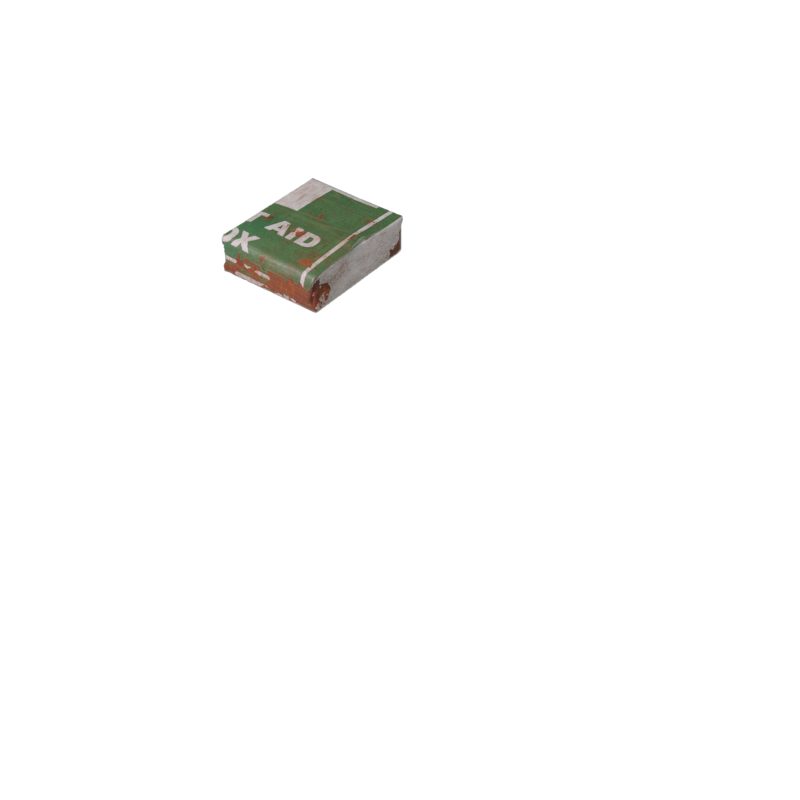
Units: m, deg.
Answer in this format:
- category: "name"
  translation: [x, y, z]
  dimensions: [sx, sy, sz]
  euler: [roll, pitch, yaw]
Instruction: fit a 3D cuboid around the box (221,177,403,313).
- category: "box"
  translation: [-0.053, -0.097, 0.677]
  dimensions: [0.077, 0.028, 0.090]
  euler: [26, 45, 28]
